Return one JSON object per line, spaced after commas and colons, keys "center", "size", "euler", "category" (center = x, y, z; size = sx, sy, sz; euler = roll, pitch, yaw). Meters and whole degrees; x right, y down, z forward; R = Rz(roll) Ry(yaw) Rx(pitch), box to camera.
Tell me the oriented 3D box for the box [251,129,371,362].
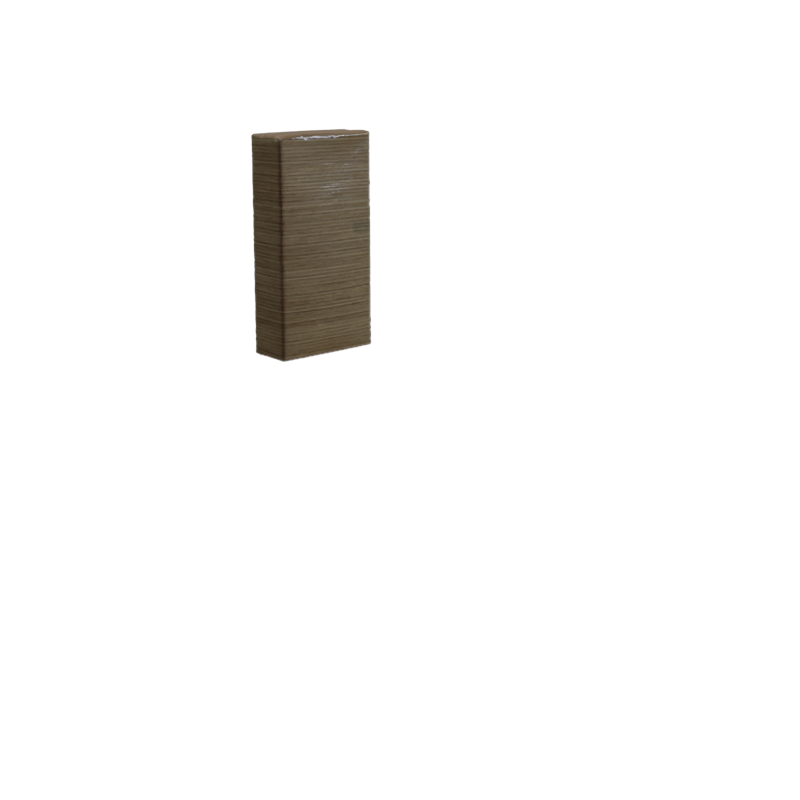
{"center": [-0.069, -0.126, 0.885], "size": [0.091, 0.171, 0.051], "euler": [-10, 16, -39], "category": "box"}
